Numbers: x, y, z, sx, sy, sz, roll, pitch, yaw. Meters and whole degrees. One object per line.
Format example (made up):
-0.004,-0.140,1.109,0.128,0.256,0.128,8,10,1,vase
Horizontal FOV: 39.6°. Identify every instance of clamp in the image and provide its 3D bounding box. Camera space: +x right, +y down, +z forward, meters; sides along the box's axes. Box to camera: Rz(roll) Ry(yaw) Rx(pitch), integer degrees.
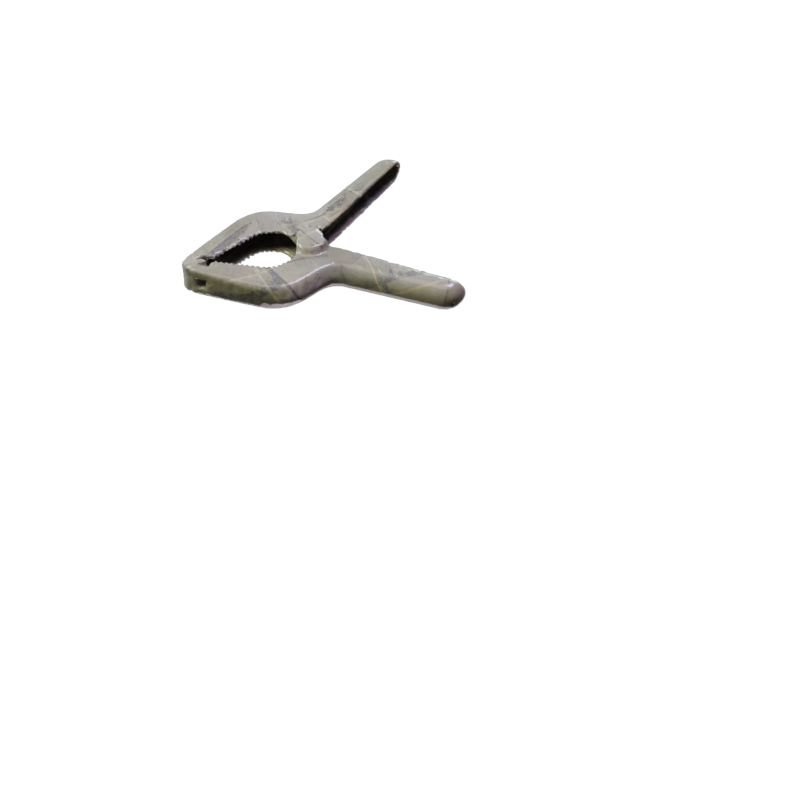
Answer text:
-0.069,-0.126,0.881,0.208,0.178,0.034,-8,-42,-7,clamp
